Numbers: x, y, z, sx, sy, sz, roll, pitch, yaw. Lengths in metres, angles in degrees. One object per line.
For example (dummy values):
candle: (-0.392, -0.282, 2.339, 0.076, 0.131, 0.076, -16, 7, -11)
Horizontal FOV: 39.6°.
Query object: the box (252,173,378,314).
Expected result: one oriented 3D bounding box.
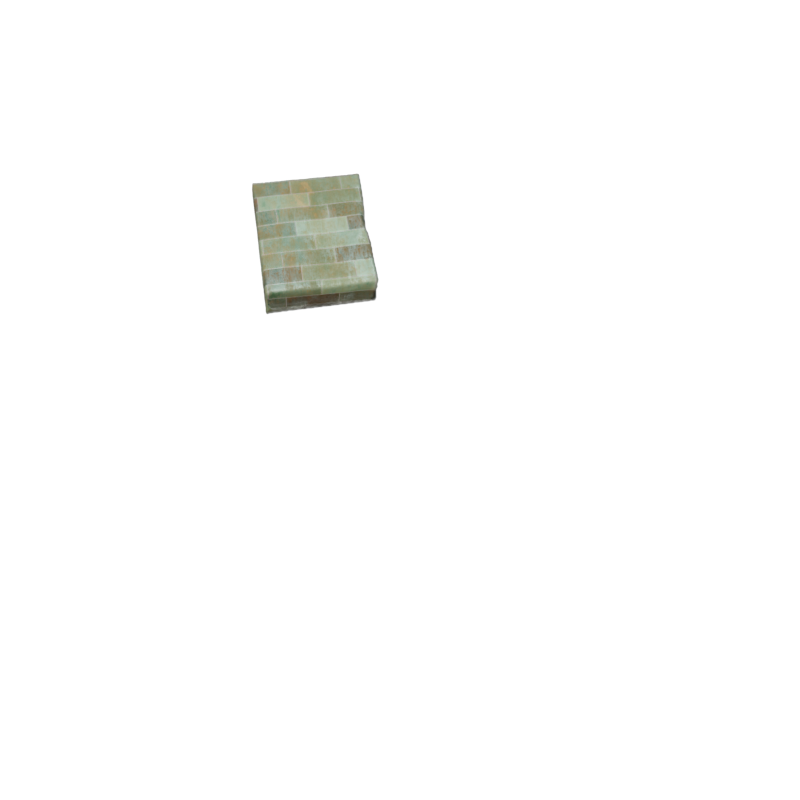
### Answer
box: (-0.057, -0.104, 0.729, 0.073, 0.095, 0.028, -7, -30, -5)
